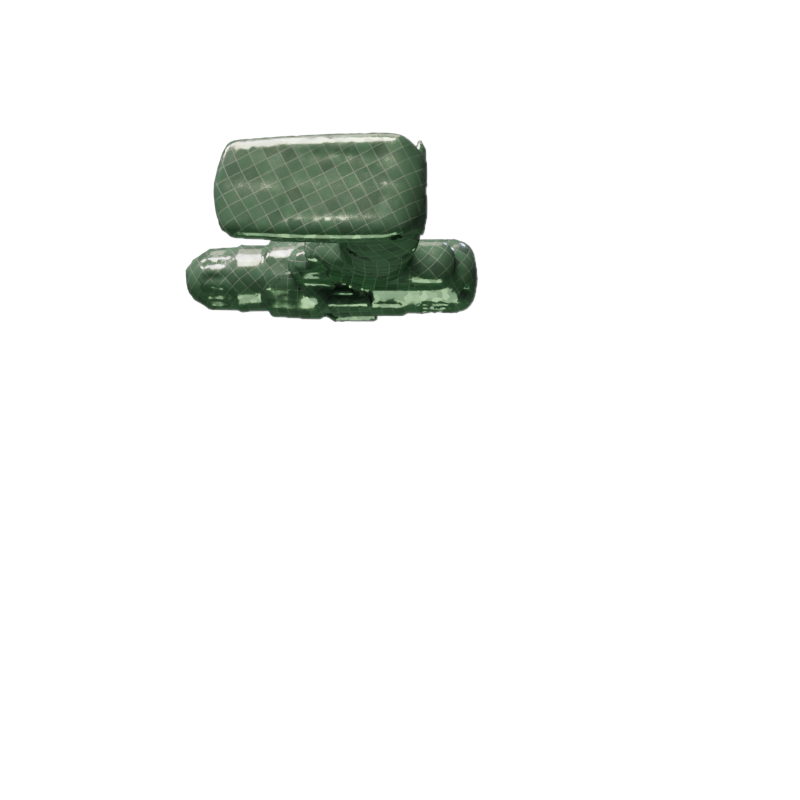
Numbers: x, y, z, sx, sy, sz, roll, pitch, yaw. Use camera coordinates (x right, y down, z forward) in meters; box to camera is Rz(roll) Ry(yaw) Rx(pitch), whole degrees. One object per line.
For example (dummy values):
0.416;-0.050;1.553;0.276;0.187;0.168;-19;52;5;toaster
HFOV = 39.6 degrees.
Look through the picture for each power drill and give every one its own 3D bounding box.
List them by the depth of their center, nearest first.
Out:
-0.050;-0.090;0.634;0.186;0.059;0.180;-1;-11;6;power drill
